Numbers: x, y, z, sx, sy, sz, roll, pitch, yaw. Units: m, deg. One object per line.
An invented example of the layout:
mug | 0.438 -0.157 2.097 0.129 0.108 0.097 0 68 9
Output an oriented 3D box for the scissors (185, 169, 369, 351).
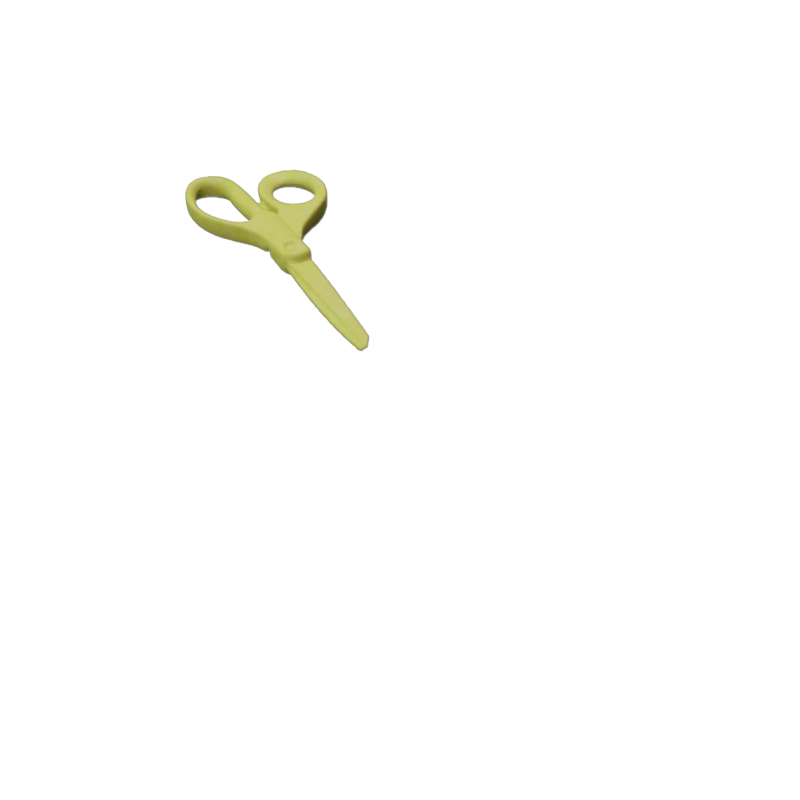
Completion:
scissors | -0.050 -0.092 0.644 0.095 0.015 0.217 -25 43 -31
